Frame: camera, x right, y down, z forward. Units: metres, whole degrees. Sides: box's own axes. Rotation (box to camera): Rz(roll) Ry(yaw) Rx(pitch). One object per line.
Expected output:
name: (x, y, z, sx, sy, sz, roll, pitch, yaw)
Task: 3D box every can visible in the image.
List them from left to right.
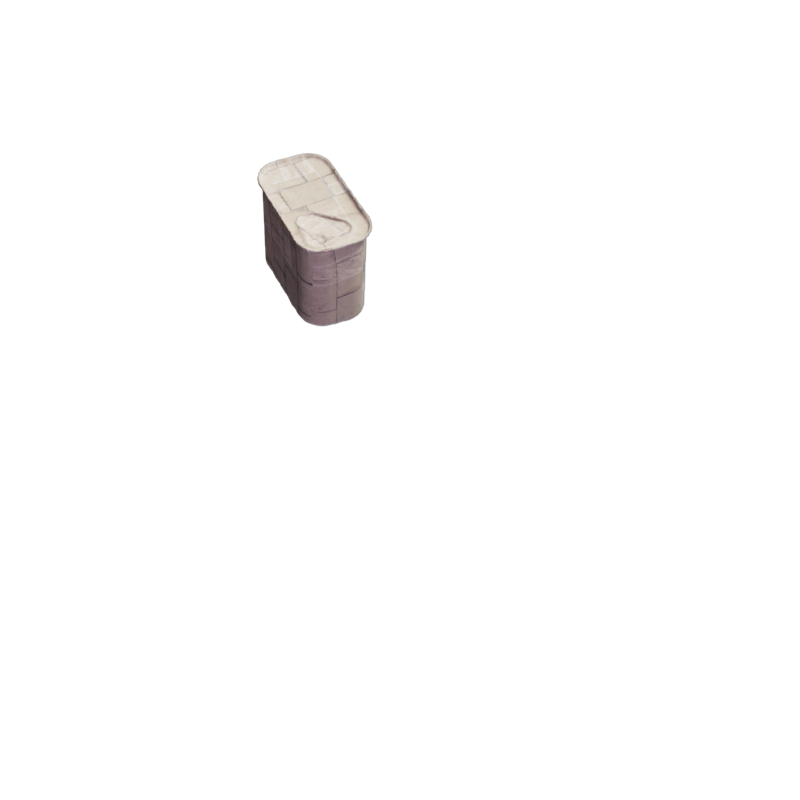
can: (-0.064, -0.116, 0.812, 0.057, 0.078, 0.110, -18, 51, -18)
